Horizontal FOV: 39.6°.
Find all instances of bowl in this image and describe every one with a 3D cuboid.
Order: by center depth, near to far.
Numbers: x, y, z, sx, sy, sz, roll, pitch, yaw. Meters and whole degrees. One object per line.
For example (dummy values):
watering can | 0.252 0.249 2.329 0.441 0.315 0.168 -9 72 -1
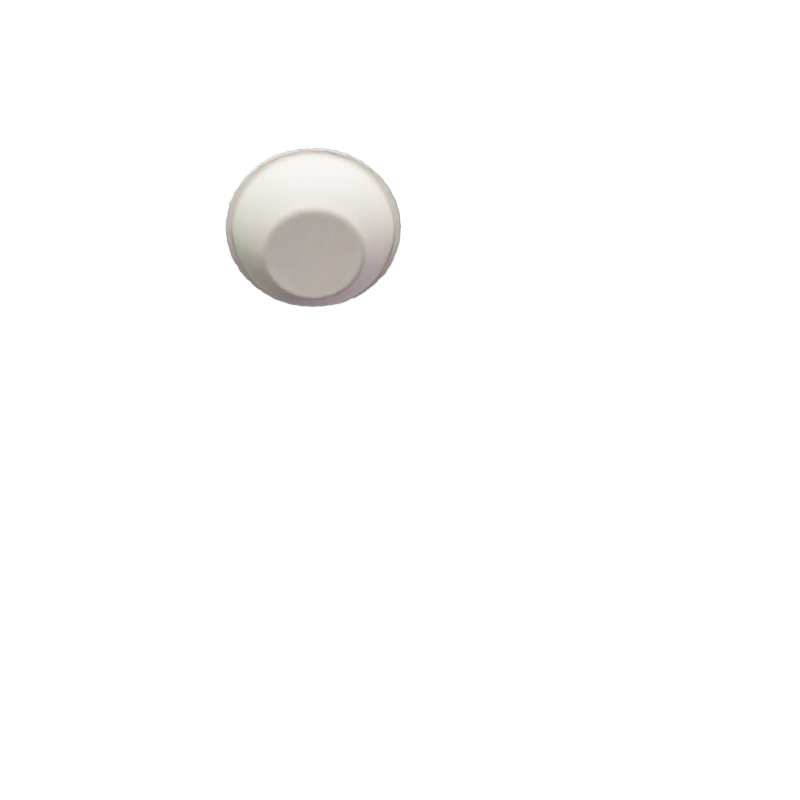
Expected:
bowl | -0.078 -0.143 1.000 0.162 0.153 0.058 1 28 -1
